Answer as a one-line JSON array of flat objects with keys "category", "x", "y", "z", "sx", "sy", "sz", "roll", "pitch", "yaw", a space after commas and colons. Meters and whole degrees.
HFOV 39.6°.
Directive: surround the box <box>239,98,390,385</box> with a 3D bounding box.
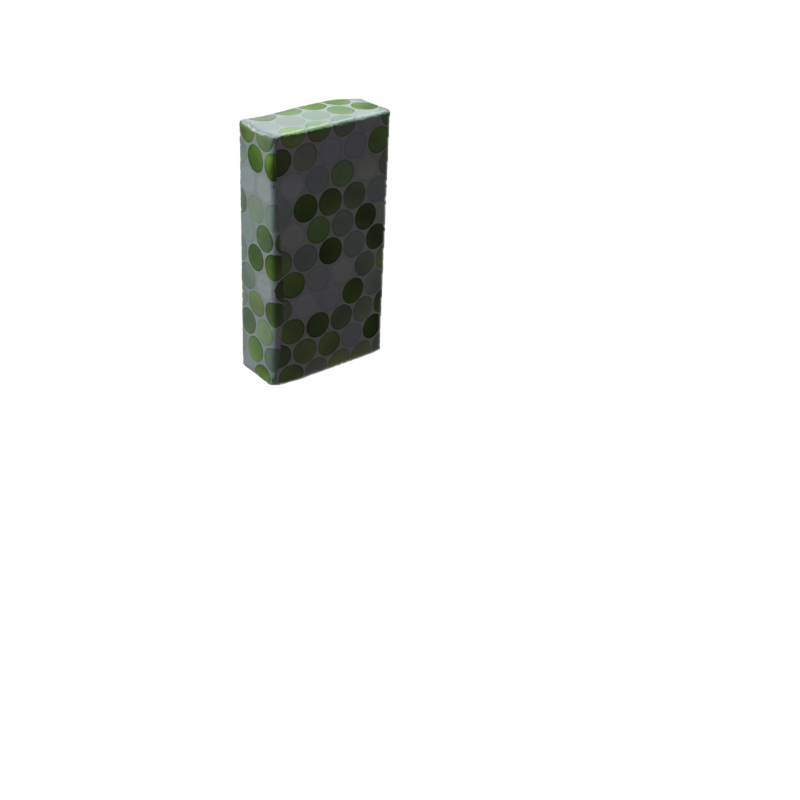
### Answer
[{"category": "box", "x": -0.057, "y": -0.104, "z": 0.725, "sx": 0.092, "sy": 0.167, "sz": 0.051, "roll": -18, "pitch": 31, "yaw": -35}]
